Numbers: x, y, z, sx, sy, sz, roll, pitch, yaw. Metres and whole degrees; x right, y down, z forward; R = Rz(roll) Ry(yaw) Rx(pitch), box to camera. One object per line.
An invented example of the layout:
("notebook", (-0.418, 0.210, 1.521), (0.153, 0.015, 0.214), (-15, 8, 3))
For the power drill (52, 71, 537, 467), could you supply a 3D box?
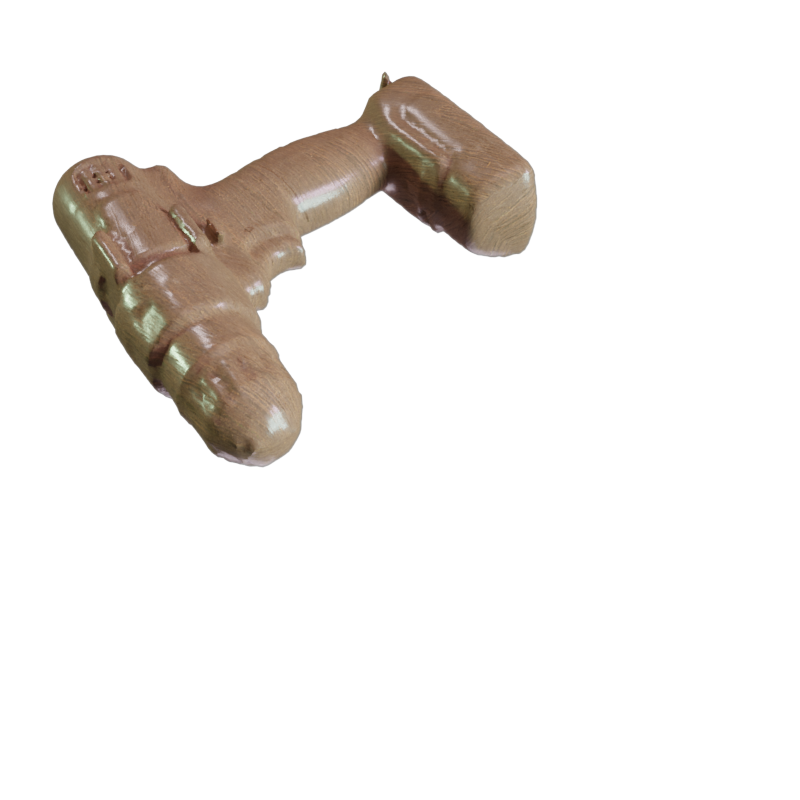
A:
("power drill", (-0.037, -0.068, 0.475), (0.186, 0.053, 0.199), (-23, 49, -22))
